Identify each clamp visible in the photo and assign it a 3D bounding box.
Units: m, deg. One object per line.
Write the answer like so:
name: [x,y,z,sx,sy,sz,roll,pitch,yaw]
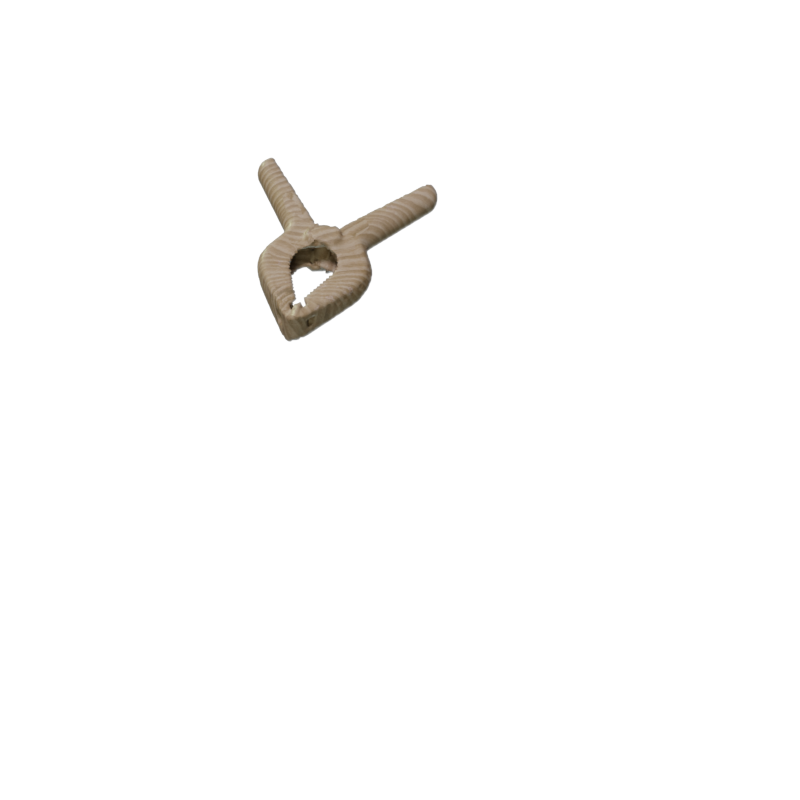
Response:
clamp: [-0.074,-0.135,0.944,0.169,0.034,0.220,14,47,13]
